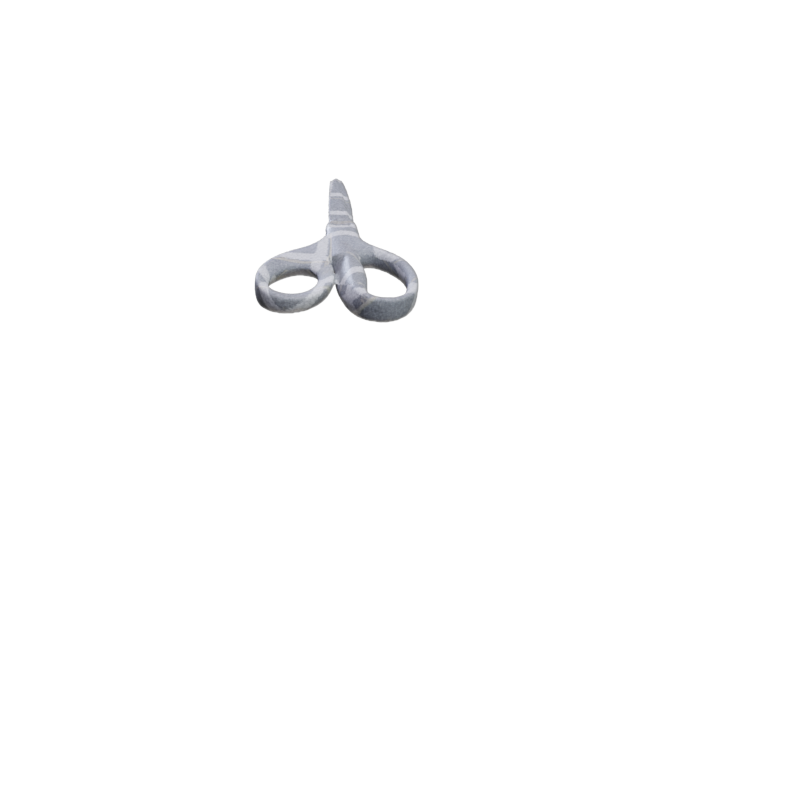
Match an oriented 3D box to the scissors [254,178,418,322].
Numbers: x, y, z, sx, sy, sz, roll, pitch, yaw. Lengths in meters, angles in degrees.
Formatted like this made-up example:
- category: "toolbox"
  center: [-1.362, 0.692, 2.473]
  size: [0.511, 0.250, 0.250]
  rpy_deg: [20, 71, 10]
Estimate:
- category: "scissors"
  center: [-0.051, -0.093, 0.653]
  size: [0.095, 0.015, 0.216]
  rpy_deg: [-9, 30, -16]
